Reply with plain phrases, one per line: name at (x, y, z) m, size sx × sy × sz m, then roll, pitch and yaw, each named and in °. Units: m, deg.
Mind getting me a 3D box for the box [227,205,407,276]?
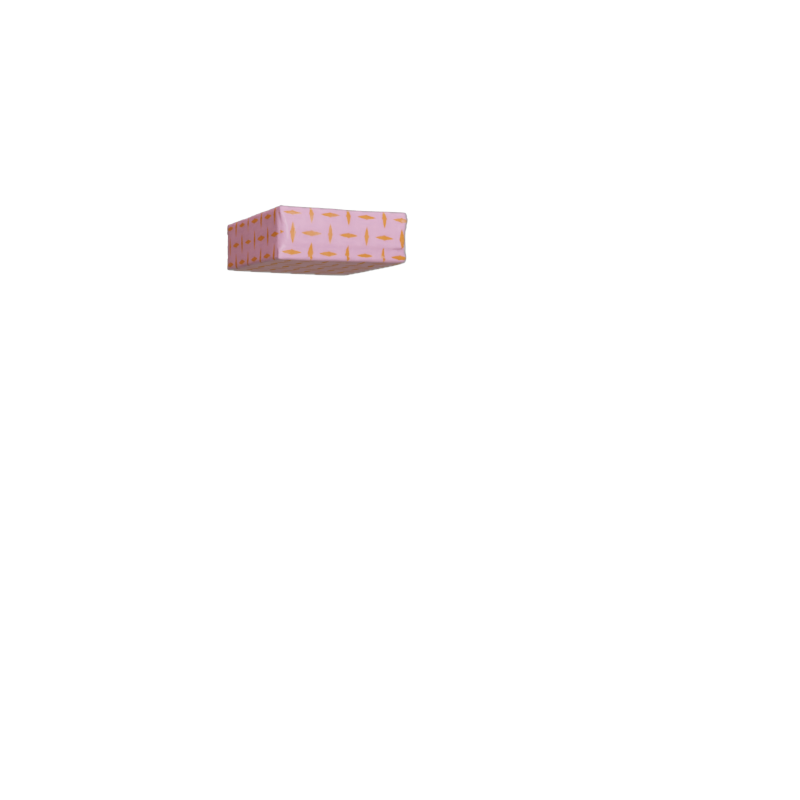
box at (-0.047, -0.087, 0.607) m, size 0.071 × 0.030 × 0.091 m, roll 0°, pitch 0°, yaw -24°
